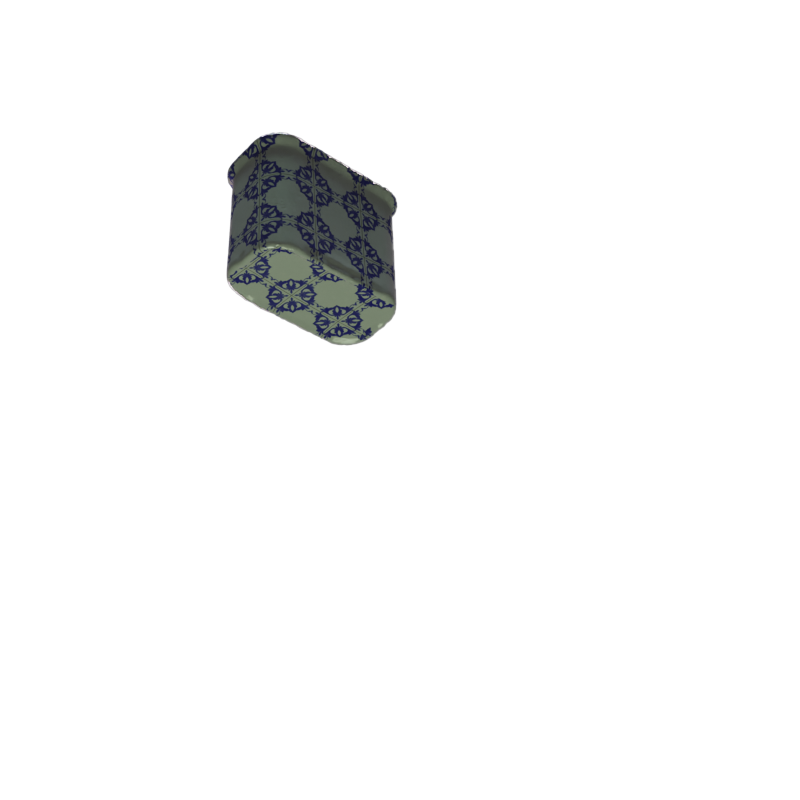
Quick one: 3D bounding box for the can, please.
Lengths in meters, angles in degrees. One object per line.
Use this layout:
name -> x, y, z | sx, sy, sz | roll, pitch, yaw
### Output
can -> -0.049, -0.090, 0.628 | 0.096, 0.090, 0.057 | 26, -47, -30
